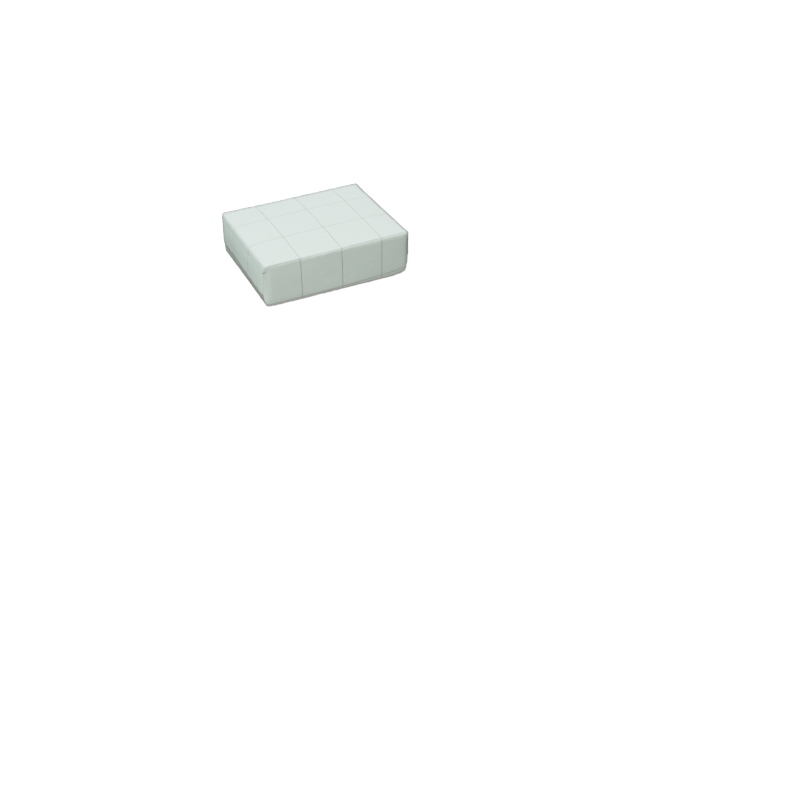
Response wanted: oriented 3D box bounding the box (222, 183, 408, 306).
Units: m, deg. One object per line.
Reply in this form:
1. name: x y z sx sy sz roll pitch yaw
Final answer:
1. box: -0.063 -0.115 0.809 0.112 0.036 0.097 -15 37 -20
